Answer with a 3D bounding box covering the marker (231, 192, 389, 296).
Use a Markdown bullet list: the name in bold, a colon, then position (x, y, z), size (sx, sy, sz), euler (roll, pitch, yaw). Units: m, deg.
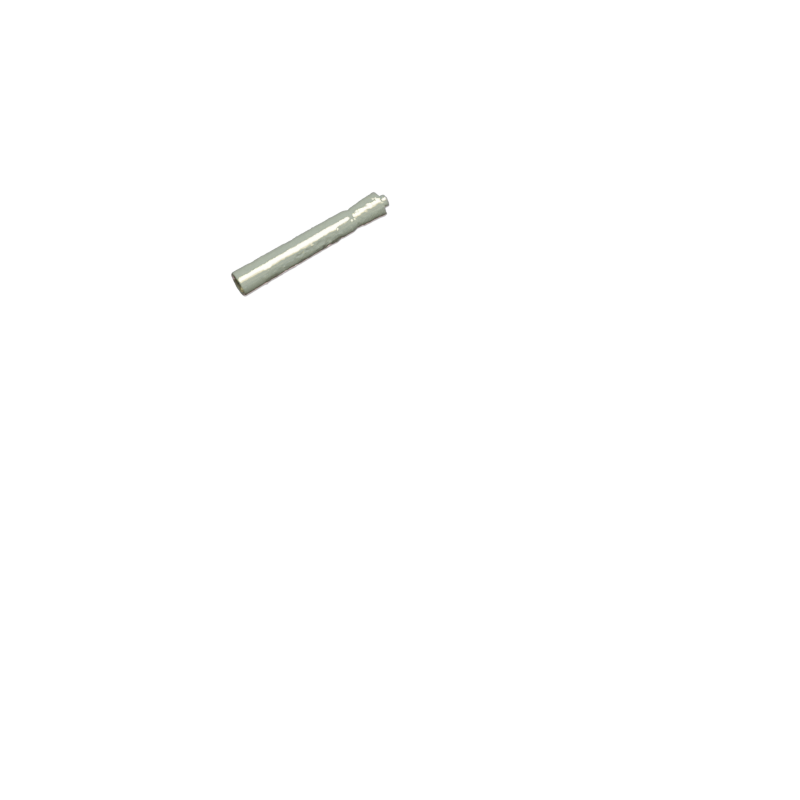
- **marker**: position (-0.059, -0.109, 0.760), size (0.121, 0.019, 0.020), euler (-32, 13, -14)
